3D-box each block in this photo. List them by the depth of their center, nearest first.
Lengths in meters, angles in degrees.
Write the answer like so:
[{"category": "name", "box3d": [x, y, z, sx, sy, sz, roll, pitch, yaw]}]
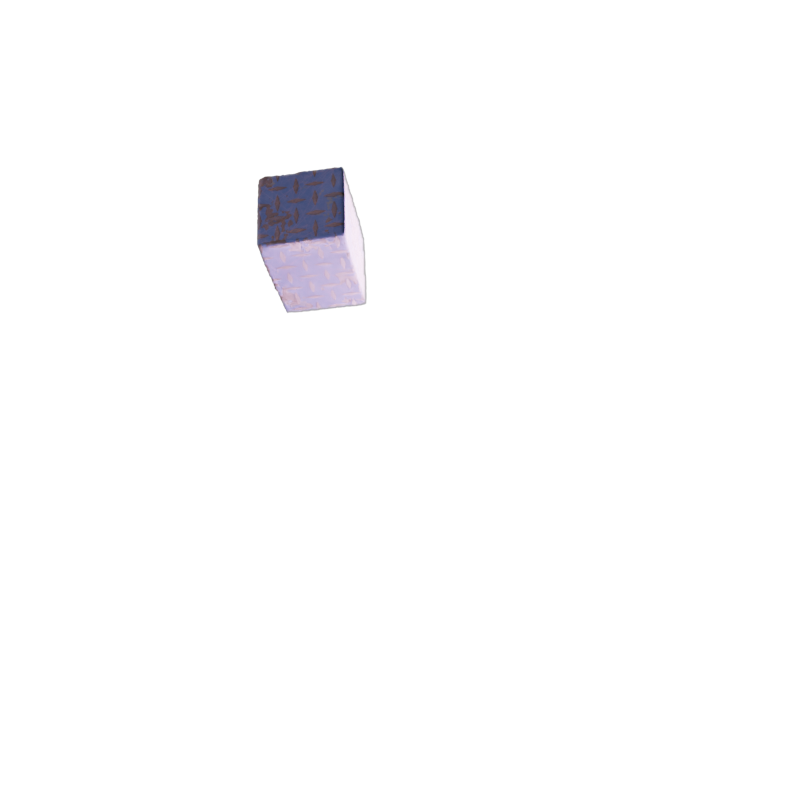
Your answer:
[{"category": "block", "box3d": [-0.052, -0.096, 0.670, 0.053, 0.055, 0.072, -6, -31, 7]}]
